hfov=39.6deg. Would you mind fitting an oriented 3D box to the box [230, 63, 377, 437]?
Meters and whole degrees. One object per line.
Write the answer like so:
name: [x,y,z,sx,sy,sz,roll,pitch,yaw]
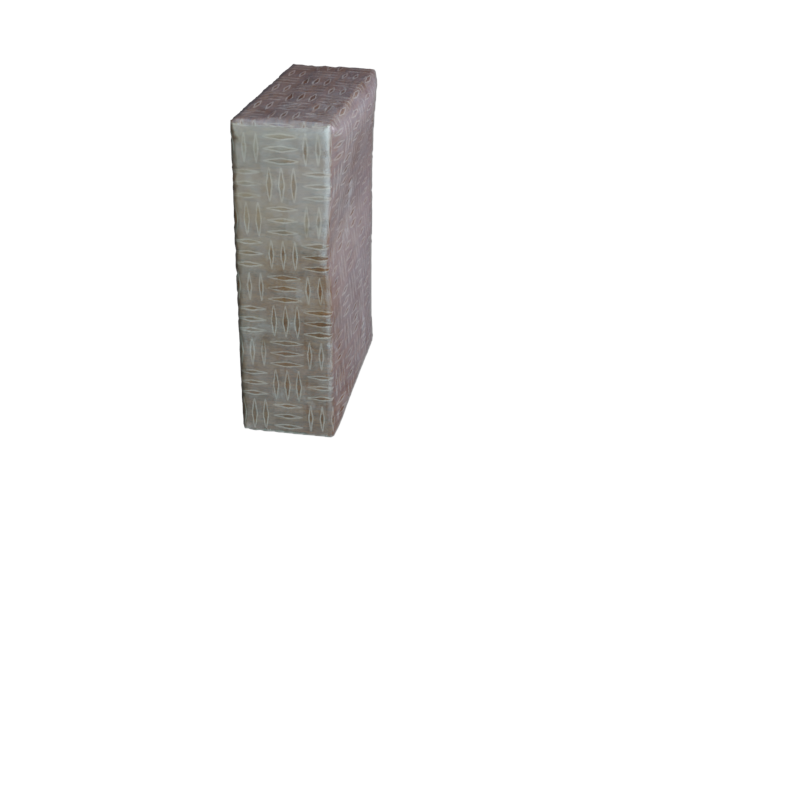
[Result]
box: [-0.060,-0.109,0.764,0.073,0.203,0.170,5,25,7]
